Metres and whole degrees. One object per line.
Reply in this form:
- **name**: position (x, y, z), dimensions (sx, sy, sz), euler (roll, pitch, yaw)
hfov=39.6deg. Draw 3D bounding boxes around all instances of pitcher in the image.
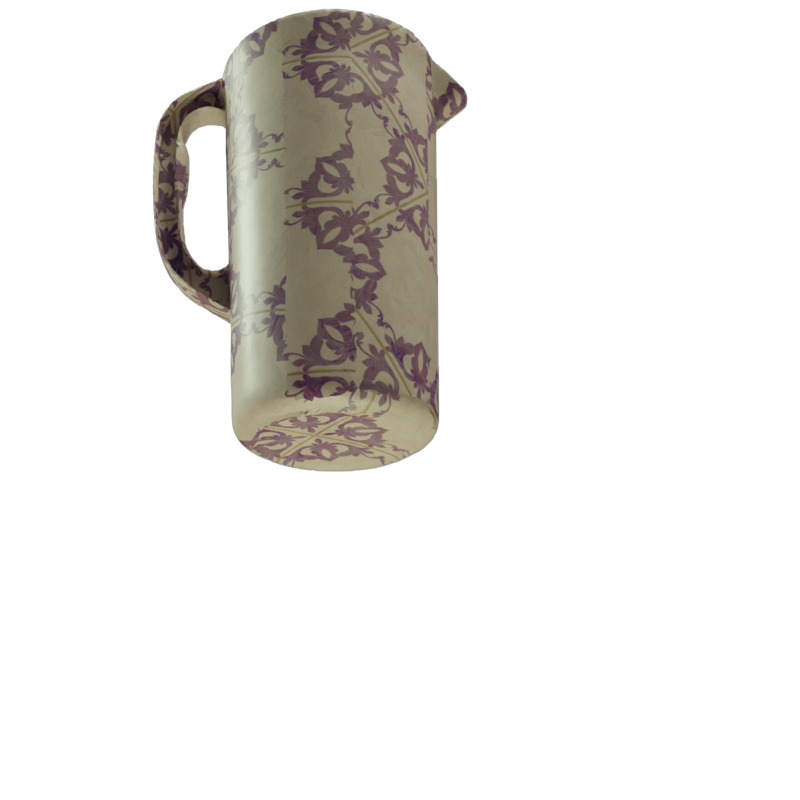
- **pitcher**: position (-0.049, -0.090, 0.632), dimensions (0.136, 0.258, 0.149), euler (24, -37, -39)
